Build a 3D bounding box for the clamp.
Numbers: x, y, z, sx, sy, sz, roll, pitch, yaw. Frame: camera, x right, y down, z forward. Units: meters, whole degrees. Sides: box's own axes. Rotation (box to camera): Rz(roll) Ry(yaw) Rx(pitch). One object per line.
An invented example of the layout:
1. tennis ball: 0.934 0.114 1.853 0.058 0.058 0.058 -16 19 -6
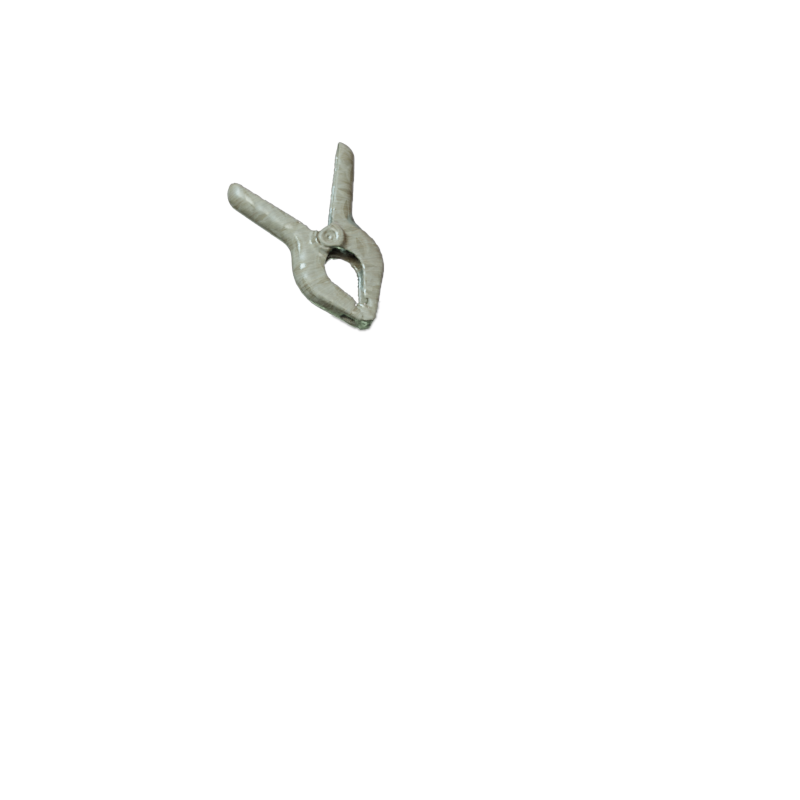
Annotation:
1. clamp: -0.075 -0.137 0.960 0.119 0.181 0.037 -17 -21 -7
